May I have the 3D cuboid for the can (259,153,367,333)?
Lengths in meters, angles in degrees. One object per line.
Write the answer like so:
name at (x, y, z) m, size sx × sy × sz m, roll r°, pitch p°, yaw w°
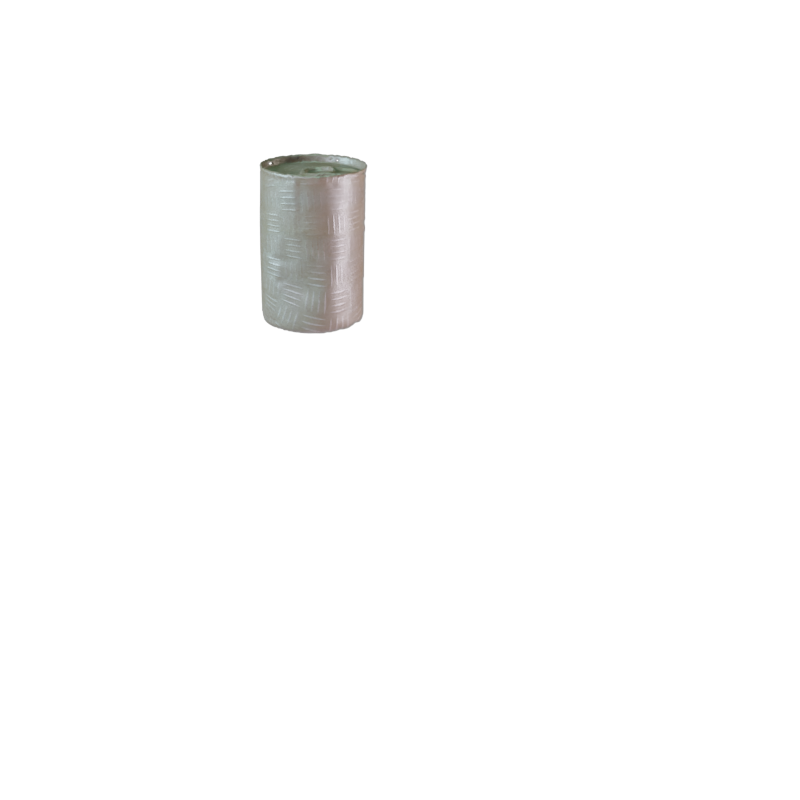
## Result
can at (-0.056, -0.101, 0.711) m, size 0.068 × 0.098 × 0.071 m, roll 0°, pitch 18°, yaw -2°
